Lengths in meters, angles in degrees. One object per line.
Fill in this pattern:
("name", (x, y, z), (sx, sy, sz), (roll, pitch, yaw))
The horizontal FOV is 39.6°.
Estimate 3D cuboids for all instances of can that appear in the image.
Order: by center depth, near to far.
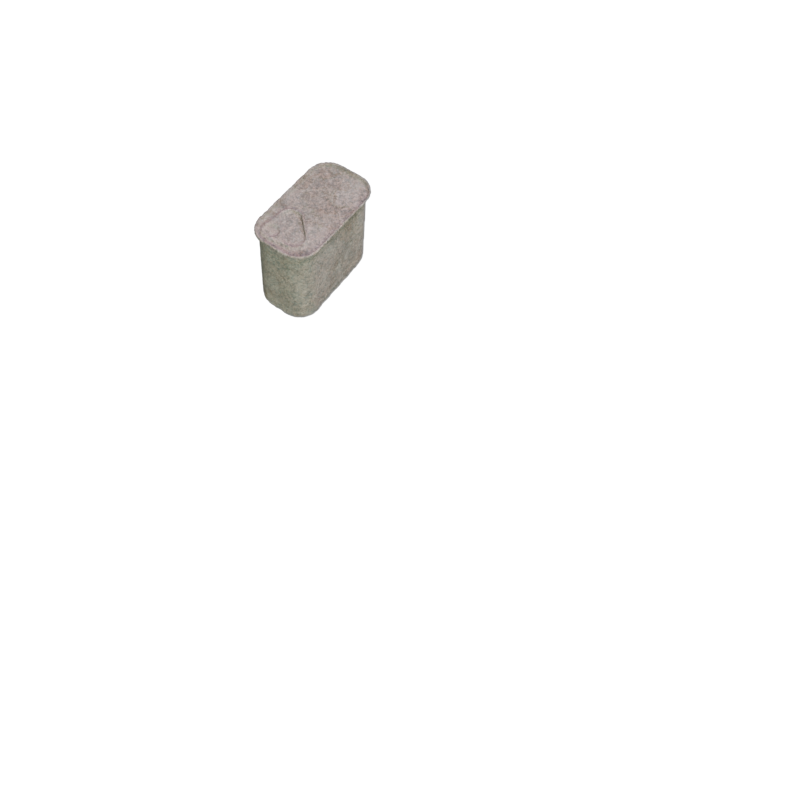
("can", (-0.071, -0.129, 0.903), (0.060, 0.104, 0.078), (30, -31, 17))
